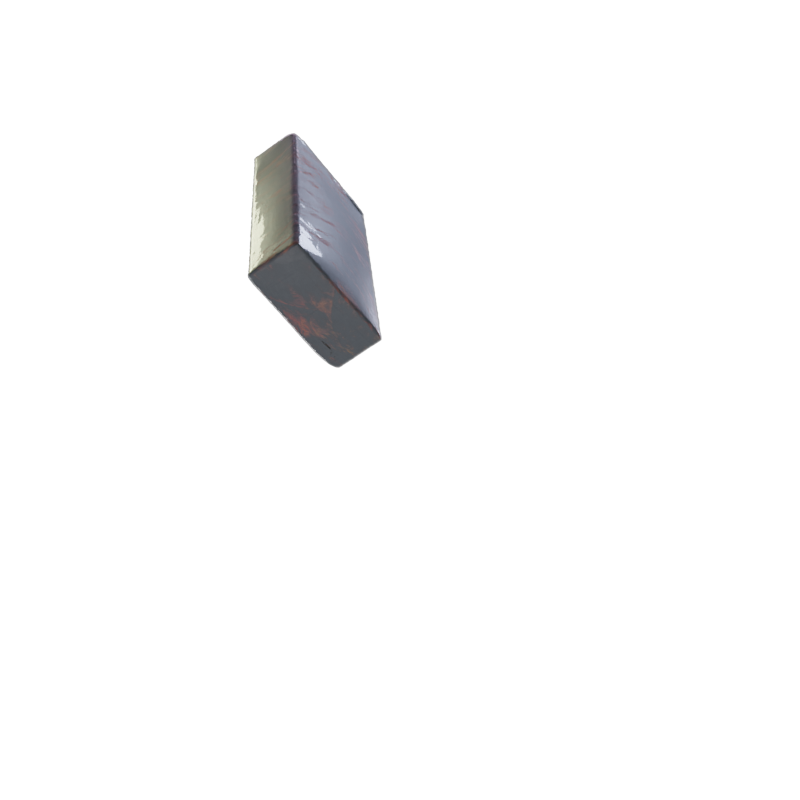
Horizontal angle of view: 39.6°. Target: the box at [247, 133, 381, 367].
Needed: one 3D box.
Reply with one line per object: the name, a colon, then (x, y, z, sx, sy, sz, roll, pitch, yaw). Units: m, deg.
box: (-0.060, -0.110, 0.767, 0.048, 0.088, 0.188, -32, 31, 18)
